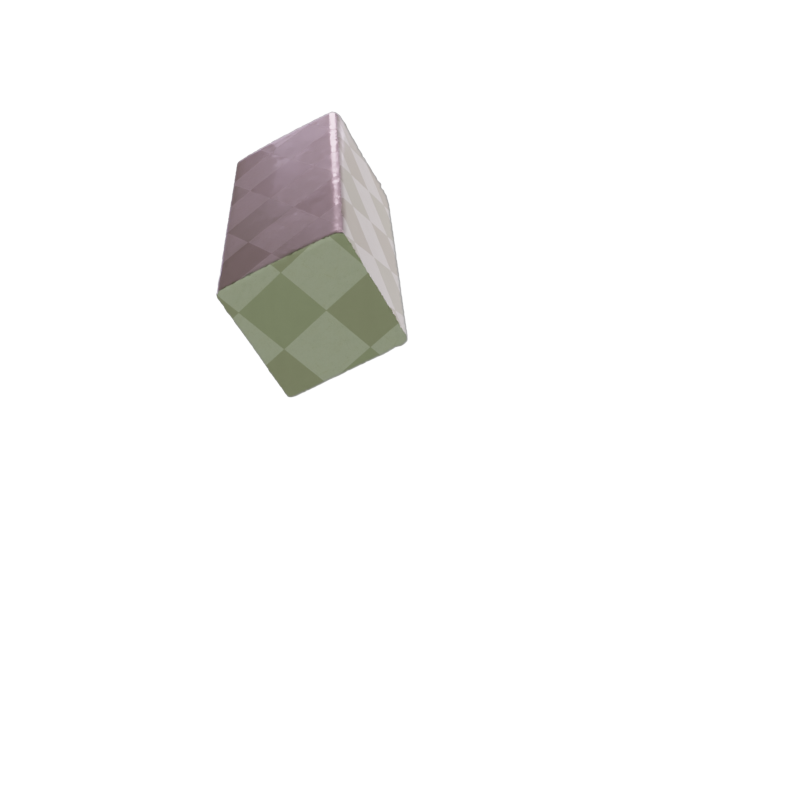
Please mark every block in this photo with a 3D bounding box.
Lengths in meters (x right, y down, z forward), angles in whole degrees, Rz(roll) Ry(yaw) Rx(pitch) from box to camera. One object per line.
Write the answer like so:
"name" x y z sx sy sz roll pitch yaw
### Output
"block" -0.060 -0.110 0.767 0.090 0.085 0.219 -26 30 12
